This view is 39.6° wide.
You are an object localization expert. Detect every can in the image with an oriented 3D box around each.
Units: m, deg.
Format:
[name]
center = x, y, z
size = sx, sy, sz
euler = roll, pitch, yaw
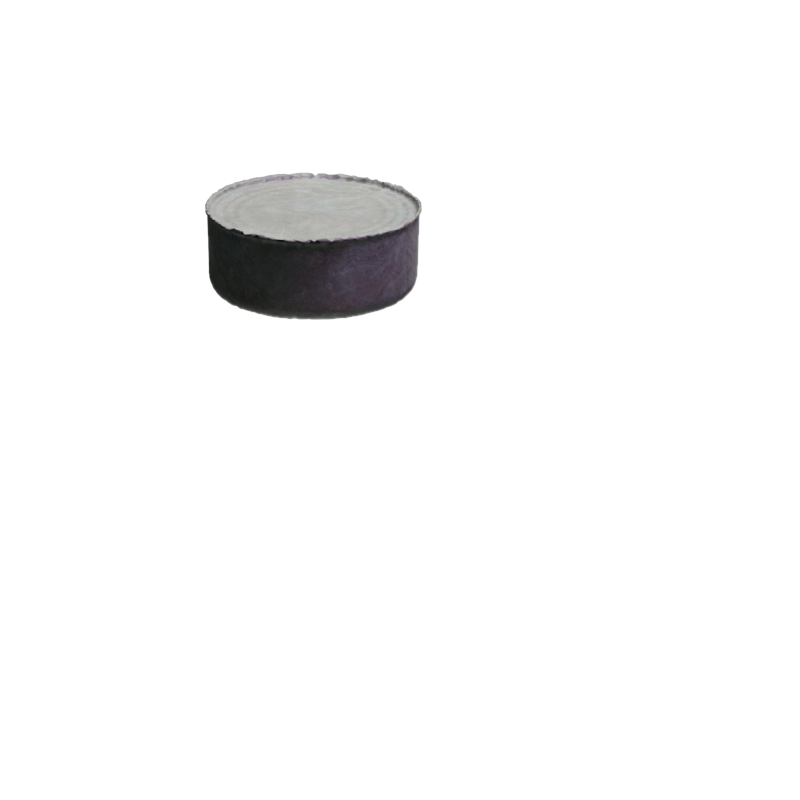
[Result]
[can]
center = -0.035, -0.064, 0.445
size = 0.086, 0.032, 0.091
euler = -1, 26, -2
